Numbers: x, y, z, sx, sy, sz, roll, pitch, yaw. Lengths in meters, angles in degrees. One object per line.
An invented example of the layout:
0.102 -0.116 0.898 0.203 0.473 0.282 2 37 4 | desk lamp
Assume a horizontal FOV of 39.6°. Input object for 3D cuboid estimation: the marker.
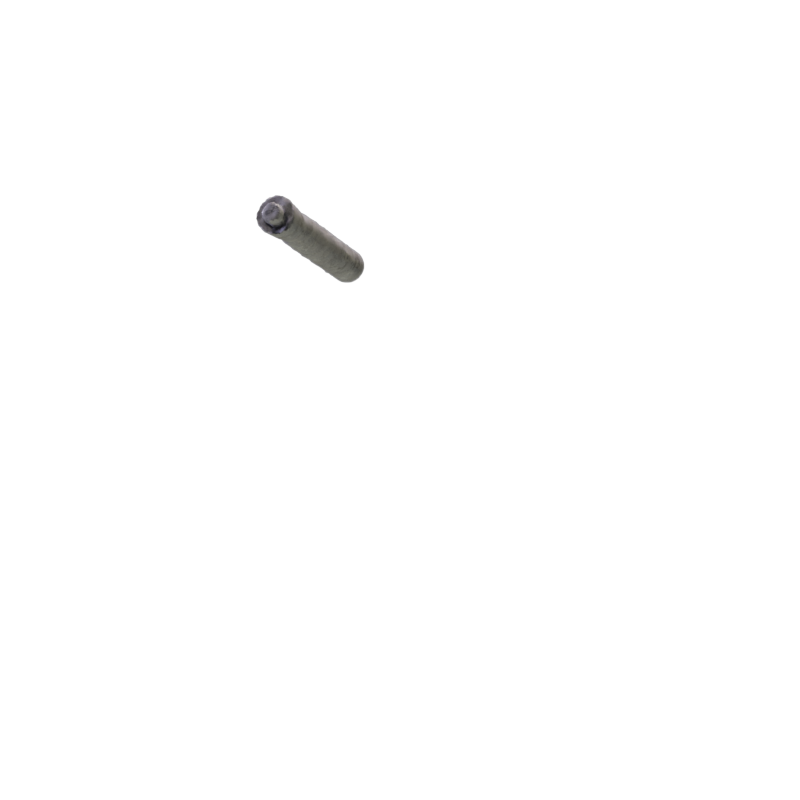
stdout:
-0.044 -0.080 0.559 0.020 0.020 0.116 2 -6 16 | marker
